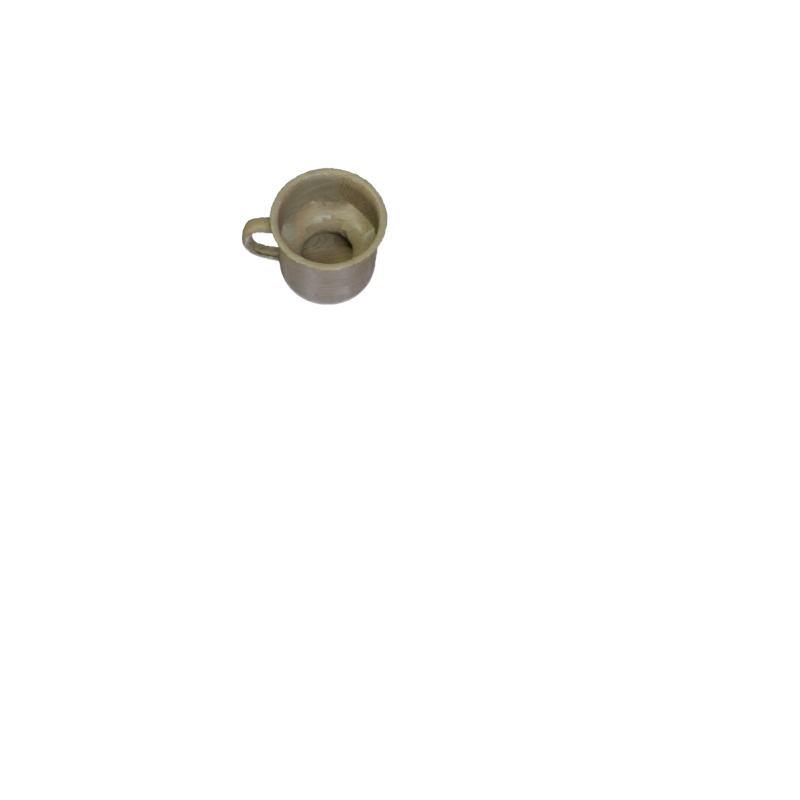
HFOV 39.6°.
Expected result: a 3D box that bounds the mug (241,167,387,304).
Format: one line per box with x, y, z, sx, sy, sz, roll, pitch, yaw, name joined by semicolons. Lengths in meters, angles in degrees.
-0.071;-0.130;0.909;0.117;0.099;0.077;0;-25;-2;mug
